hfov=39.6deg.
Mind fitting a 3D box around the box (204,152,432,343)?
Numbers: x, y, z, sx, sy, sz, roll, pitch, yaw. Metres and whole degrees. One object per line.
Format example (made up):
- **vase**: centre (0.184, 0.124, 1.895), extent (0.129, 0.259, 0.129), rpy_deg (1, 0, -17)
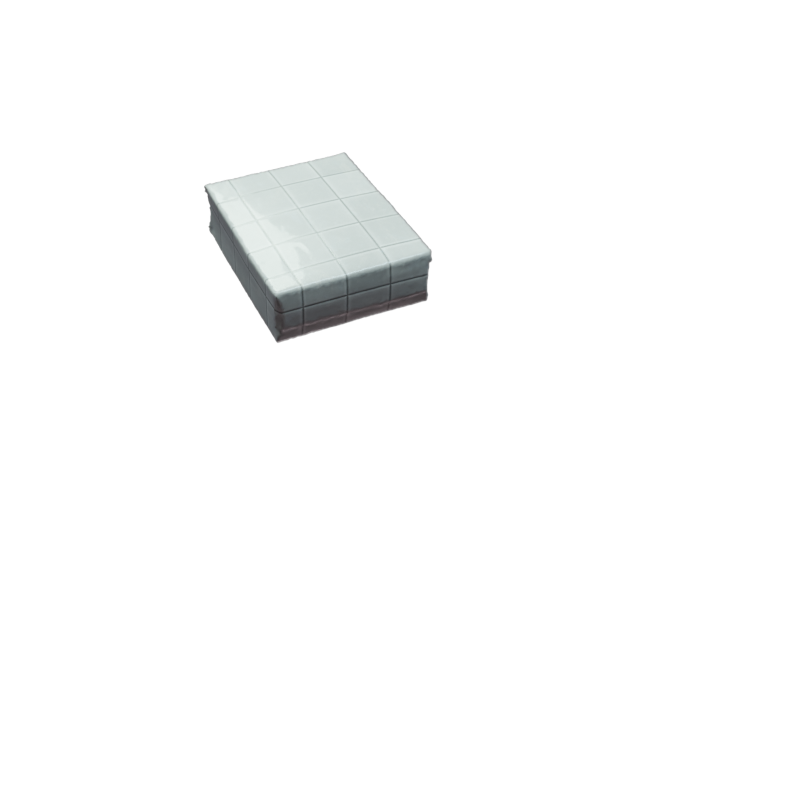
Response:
- **box**: centre (-0.048, -0.088, 0.613), extent (0.089, 0.036, 0.123), rpy_deg (-16, 42, -20)
